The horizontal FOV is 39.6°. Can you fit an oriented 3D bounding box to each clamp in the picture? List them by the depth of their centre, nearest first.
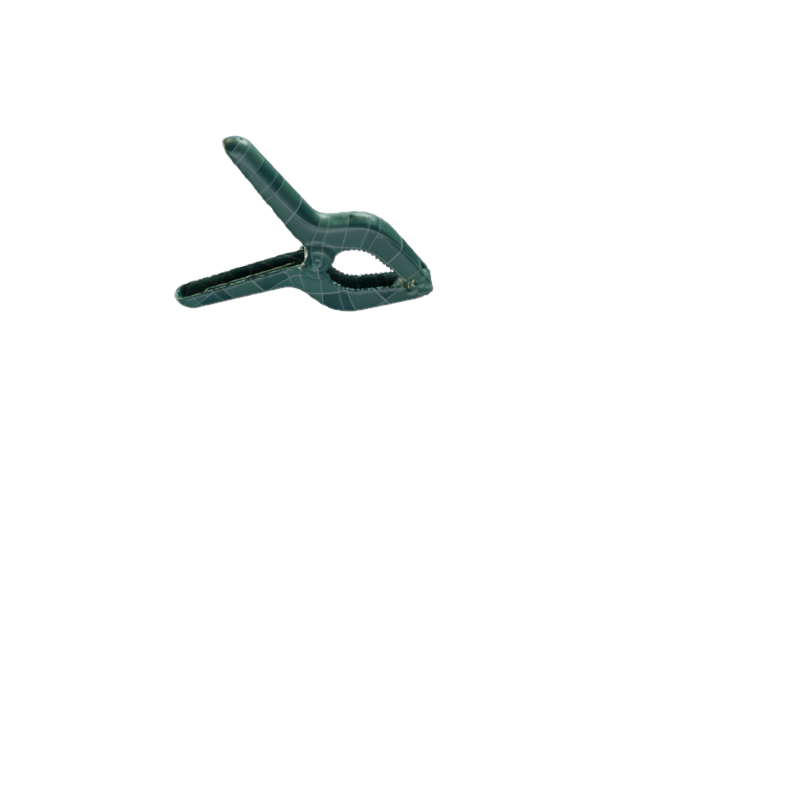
[{"bbox_3d":[-0.071,-0.129,0.907,0.207,0.156,0.039,9,36,-7],"label":"clamp"}]
